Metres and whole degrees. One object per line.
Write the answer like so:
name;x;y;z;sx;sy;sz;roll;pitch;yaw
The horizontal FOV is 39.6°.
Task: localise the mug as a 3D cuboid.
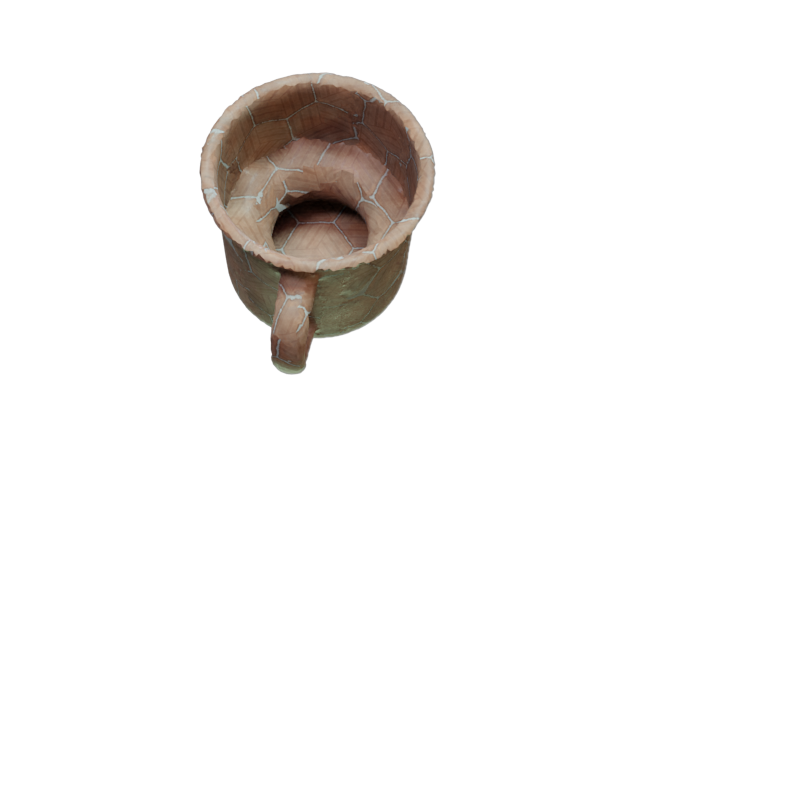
mug;-0.036;-0.066;0.465;0.093;0.124;0.077;6;-26;1
